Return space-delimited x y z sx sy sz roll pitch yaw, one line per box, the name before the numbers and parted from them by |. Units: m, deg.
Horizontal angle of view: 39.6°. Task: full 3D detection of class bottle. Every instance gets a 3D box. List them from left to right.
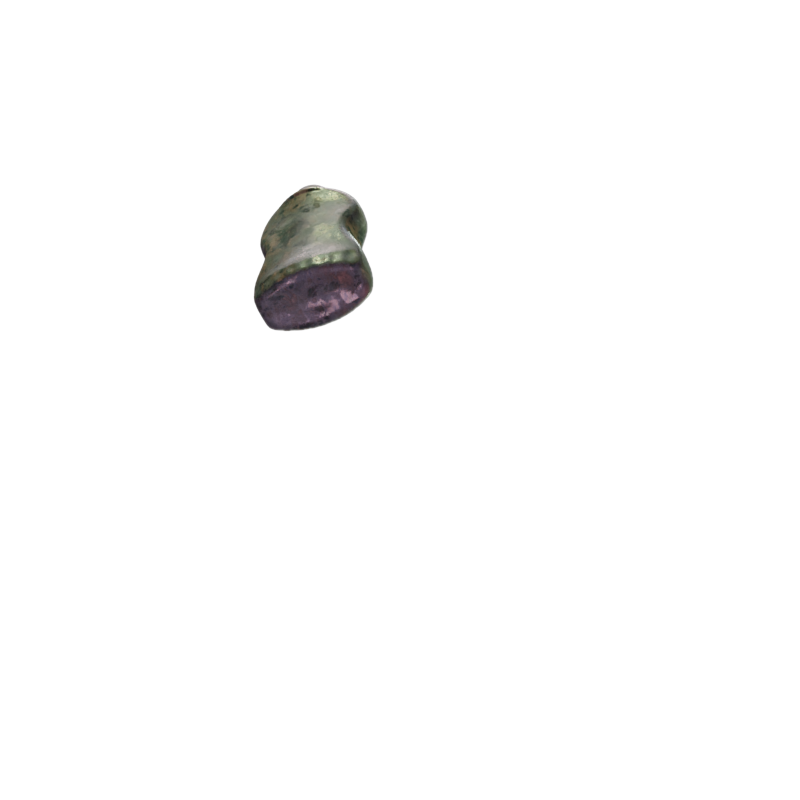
bottle | -0.076 -0.138 0.971 0.096 0.054 0.204 -22 33 11
